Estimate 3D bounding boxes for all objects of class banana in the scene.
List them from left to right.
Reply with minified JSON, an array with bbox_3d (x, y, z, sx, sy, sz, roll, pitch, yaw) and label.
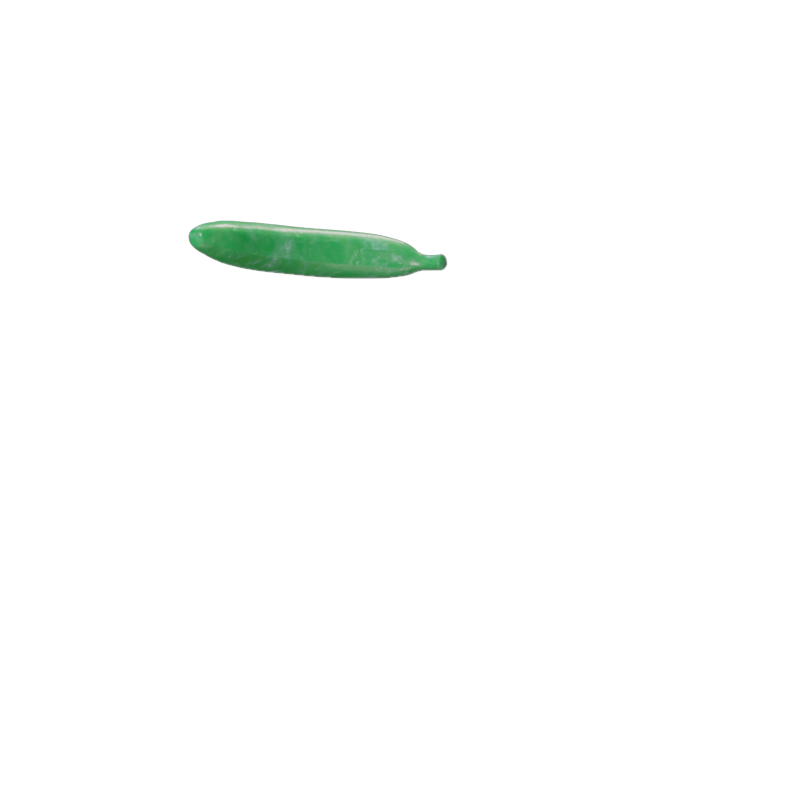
[{"bbox_3d":[-0.068,-0.116,0.848,0.193,0.038,0.069,2,-9,-16],"label":"banana"}]
